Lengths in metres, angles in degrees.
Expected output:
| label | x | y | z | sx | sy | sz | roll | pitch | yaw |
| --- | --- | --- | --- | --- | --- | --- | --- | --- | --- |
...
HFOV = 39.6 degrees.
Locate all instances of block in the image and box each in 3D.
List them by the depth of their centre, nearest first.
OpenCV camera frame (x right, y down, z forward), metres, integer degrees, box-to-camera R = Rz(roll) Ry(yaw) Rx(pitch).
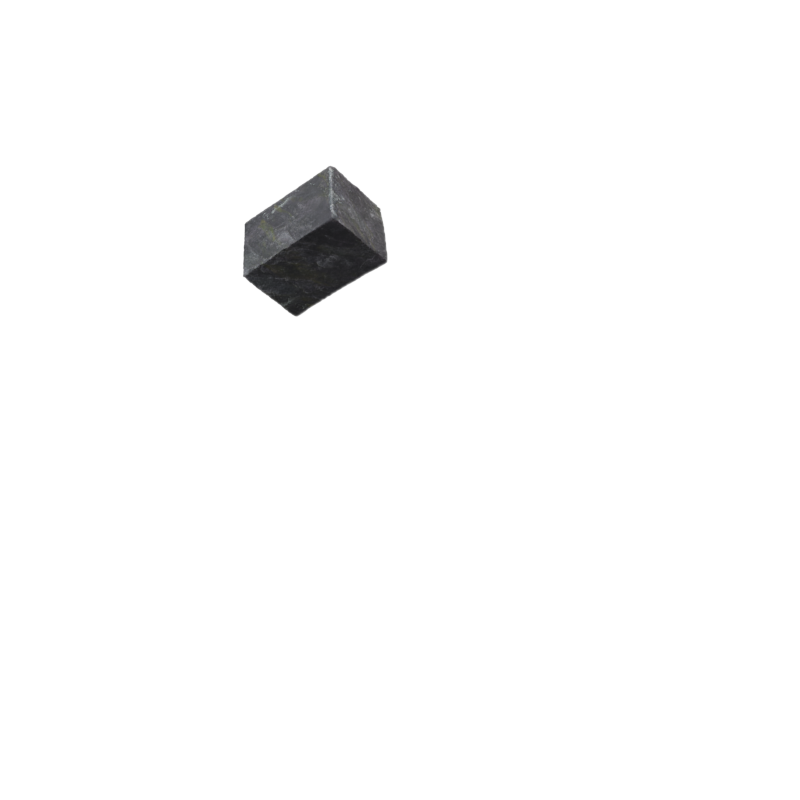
| label | x | y | z | sx | sy | sz | roll | pitch | yaw |
| --- | --- | --- | --- | --- | --- | --- | --- | --- | --- |
| block | -0.055 | -0.100 | 0.703 | 0.078 | 0.055 | 0.049 | -28 | -48 | 27 |
